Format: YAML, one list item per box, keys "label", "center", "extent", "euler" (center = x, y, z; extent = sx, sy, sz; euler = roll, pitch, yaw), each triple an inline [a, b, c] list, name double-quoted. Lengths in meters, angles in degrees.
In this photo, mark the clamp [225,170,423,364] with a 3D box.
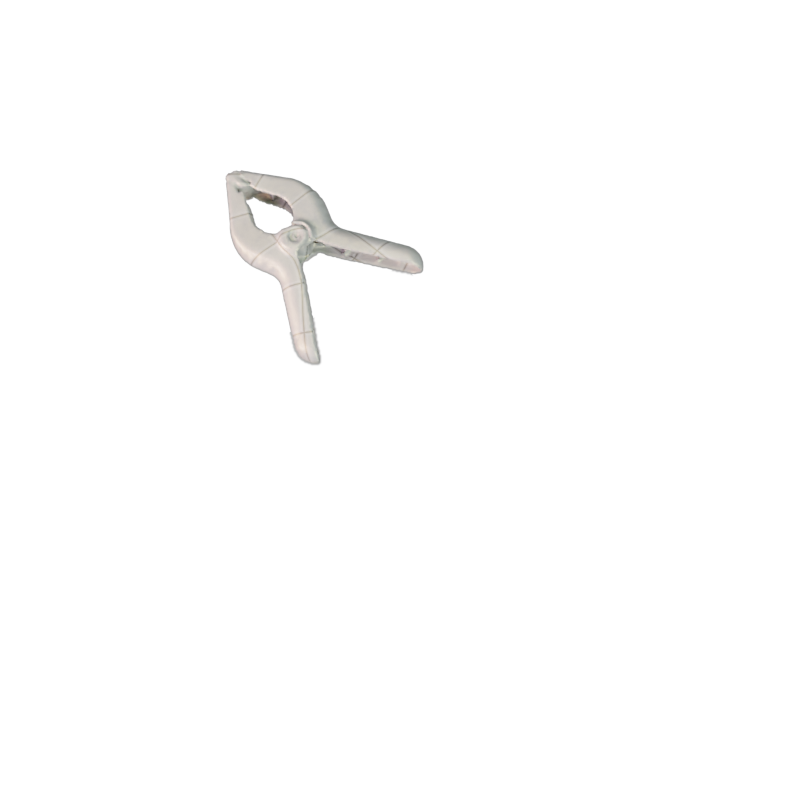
- label: "clamp"
  center: [-0.068, -0.124, 0.867]
  extent: [0.120, 0.181, 0.037]
  euler: [-31, -20, -13]
